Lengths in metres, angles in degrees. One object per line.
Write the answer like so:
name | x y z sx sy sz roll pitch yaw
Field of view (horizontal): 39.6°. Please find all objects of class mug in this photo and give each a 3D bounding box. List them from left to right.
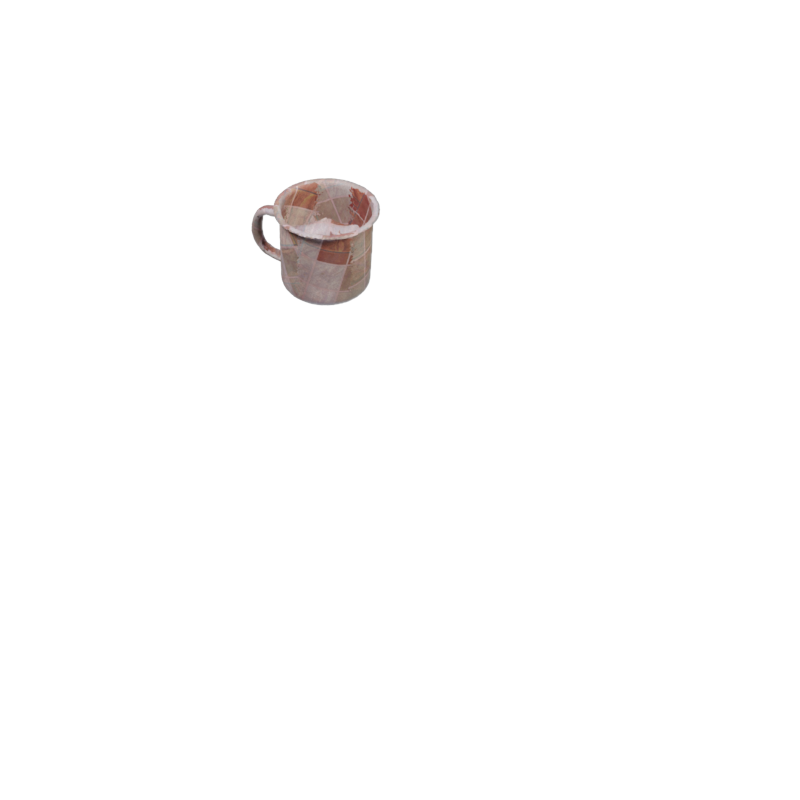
mug | -0.077 -0.141 0.989 0.120 0.076 0.098 12 41 12
